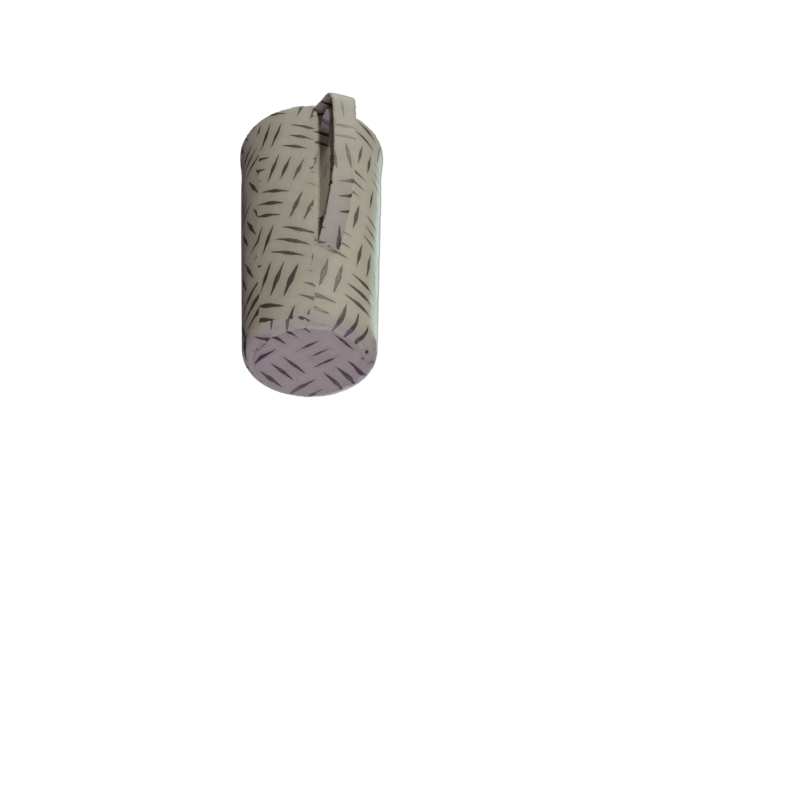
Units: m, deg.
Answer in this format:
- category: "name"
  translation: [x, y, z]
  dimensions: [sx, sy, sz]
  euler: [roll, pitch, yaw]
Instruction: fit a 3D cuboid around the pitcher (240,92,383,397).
- category: "pitcher"
  translation: [-0.074, -0.135, 0.945]
  dimensions: [0.146, 0.261, 0.138]
  euler: [-19, -42, 19]
